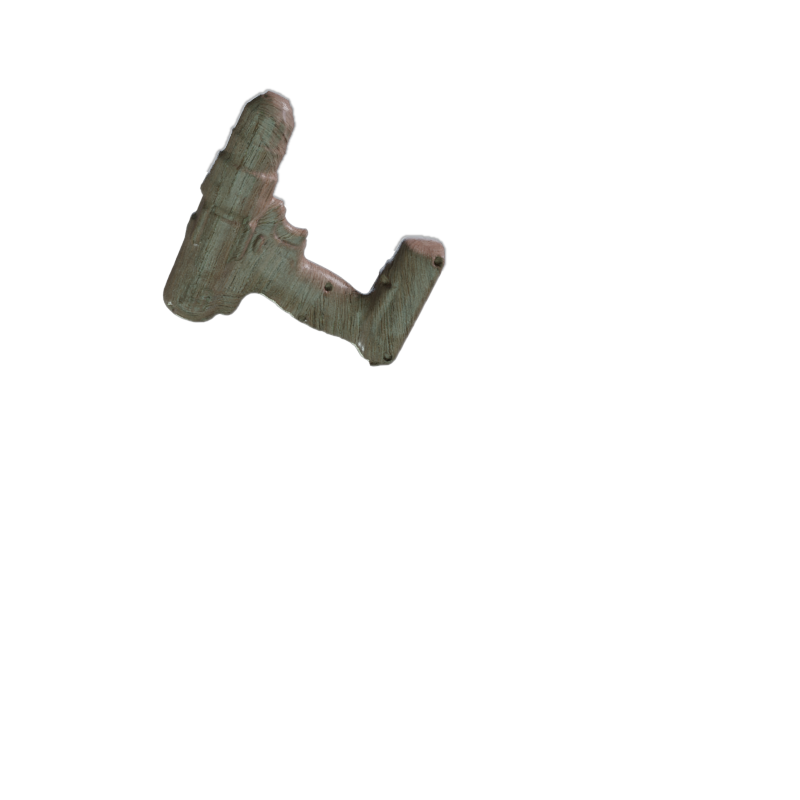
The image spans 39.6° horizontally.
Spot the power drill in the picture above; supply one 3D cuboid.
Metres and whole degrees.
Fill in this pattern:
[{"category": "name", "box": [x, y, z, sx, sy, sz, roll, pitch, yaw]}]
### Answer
[{"category": "power drill", "box": [-0.065, -0.119, 0.832, 0.184, 0.179, 0.060, 23, 19, -9]}]
